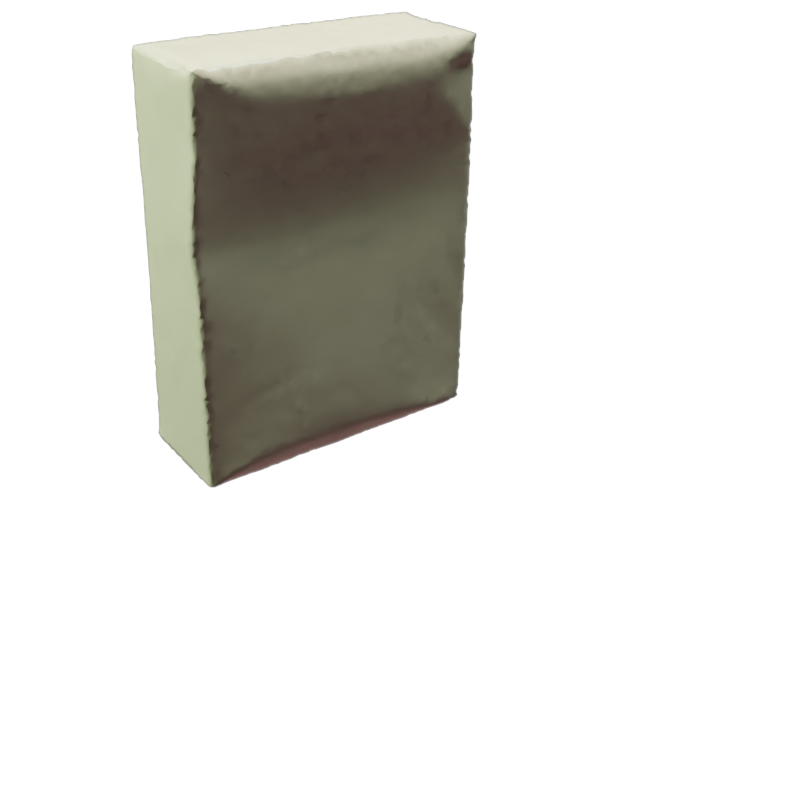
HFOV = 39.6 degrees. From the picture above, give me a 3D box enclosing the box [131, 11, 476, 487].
[{"bbox_3d":[-0.045,-0.082,0.573,0.161,0.203,0.077,-16,29,-32],"label":"box"}]
